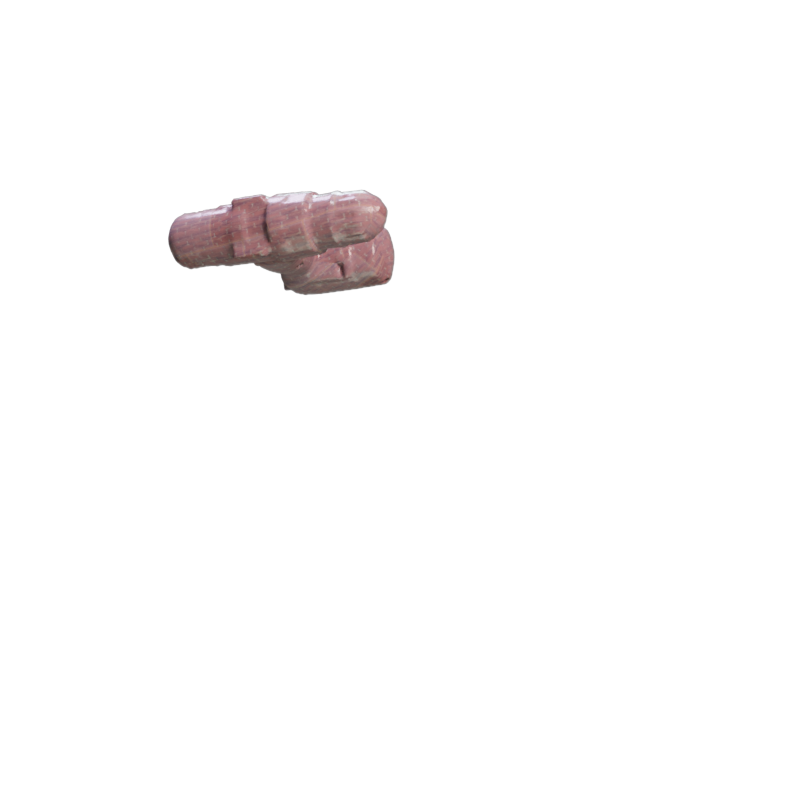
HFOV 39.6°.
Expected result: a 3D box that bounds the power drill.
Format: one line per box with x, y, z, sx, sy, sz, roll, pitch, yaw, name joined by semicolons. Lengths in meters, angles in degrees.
-0.072;-0.132;0.925;0.189;0.059;0.179;-2;-5;23;power drill
